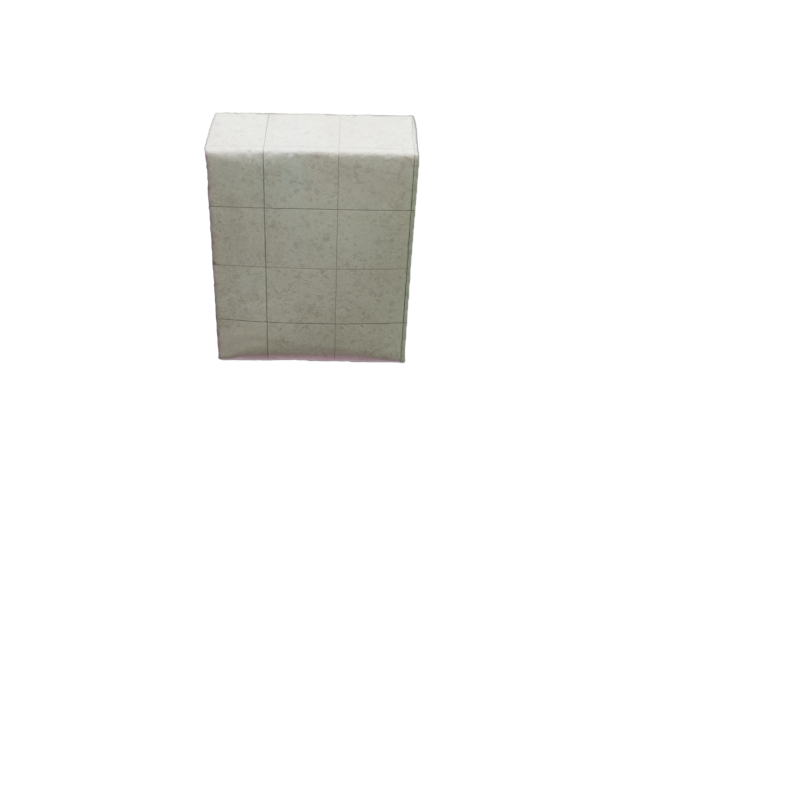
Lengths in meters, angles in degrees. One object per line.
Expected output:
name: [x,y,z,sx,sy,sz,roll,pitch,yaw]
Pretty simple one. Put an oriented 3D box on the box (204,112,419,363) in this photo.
box: [-0.072,-0.131,0.918,0.164,0.200,0.077,2,39,0]
